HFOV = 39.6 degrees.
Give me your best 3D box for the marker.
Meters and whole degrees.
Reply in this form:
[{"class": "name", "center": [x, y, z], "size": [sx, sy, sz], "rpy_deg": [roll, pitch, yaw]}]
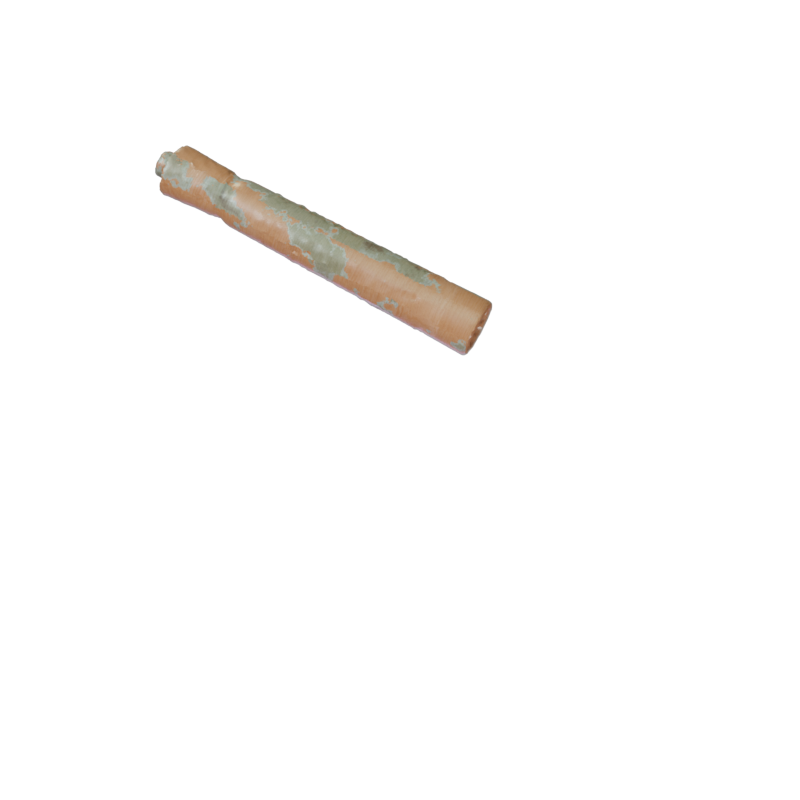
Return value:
[{"class": "marker", "center": [-0.028, -0.051, 0.359], "size": [0.125, 0.019, 0.019], "rpy_deg": [29, 11, 16]}]
